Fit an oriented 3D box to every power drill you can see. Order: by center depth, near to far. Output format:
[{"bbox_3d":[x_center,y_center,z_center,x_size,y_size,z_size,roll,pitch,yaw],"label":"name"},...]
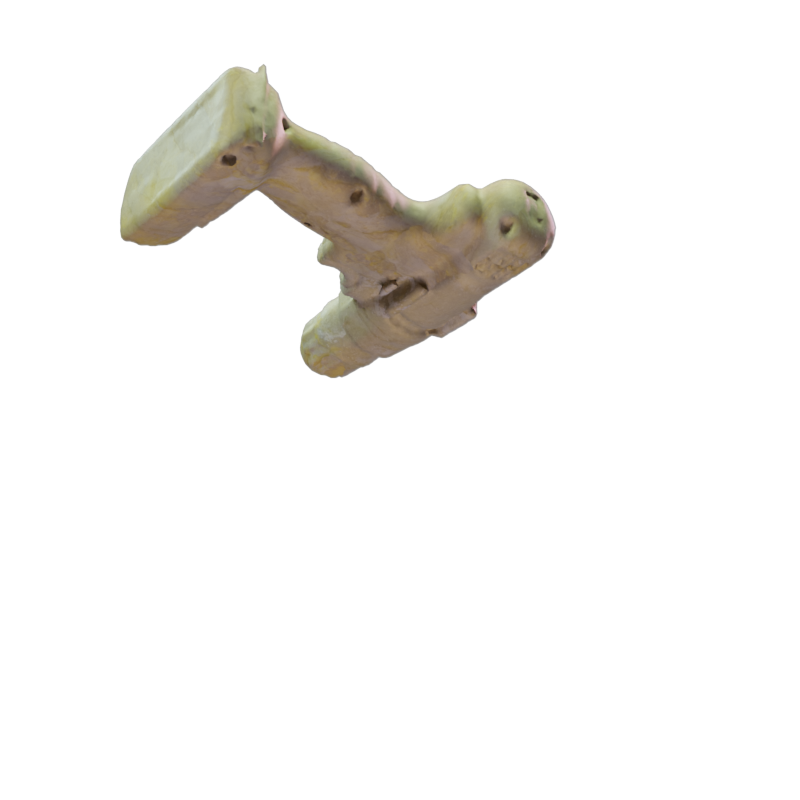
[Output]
[{"bbox_3d":[-0.045,-0.081,0.571,0.177,0.061,0.182,23,-39,-32],"label":"power drill"}]
